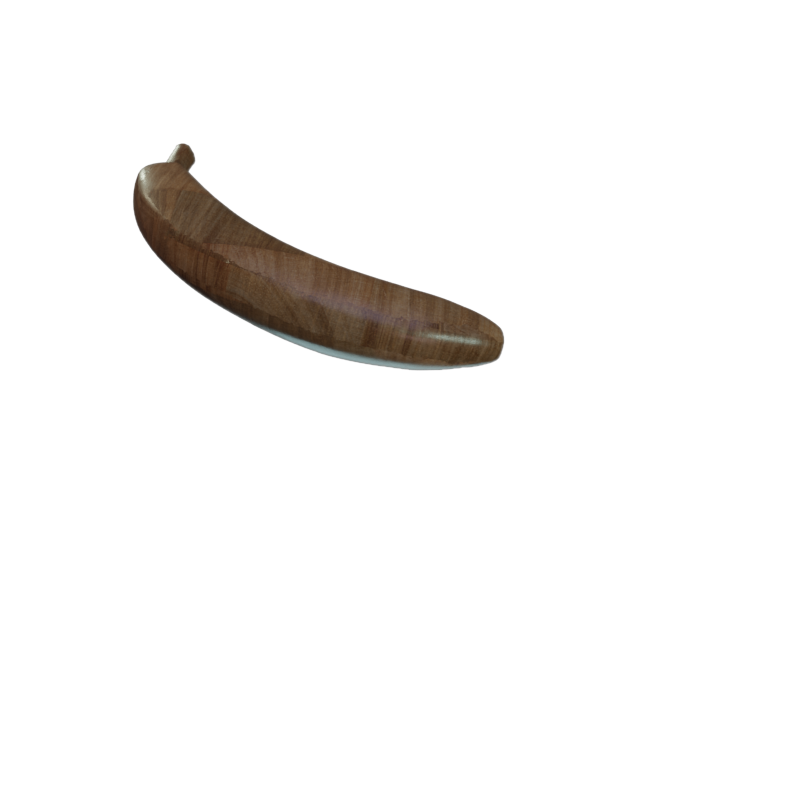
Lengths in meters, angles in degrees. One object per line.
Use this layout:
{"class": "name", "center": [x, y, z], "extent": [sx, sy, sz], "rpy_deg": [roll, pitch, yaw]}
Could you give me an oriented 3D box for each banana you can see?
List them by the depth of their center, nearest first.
{"class": "banana", "center": [-0.052, -0.060, 0.470], "extent": [0.210, 0.034, 0.070], "rpy_deg": [35, 55, 28]}
